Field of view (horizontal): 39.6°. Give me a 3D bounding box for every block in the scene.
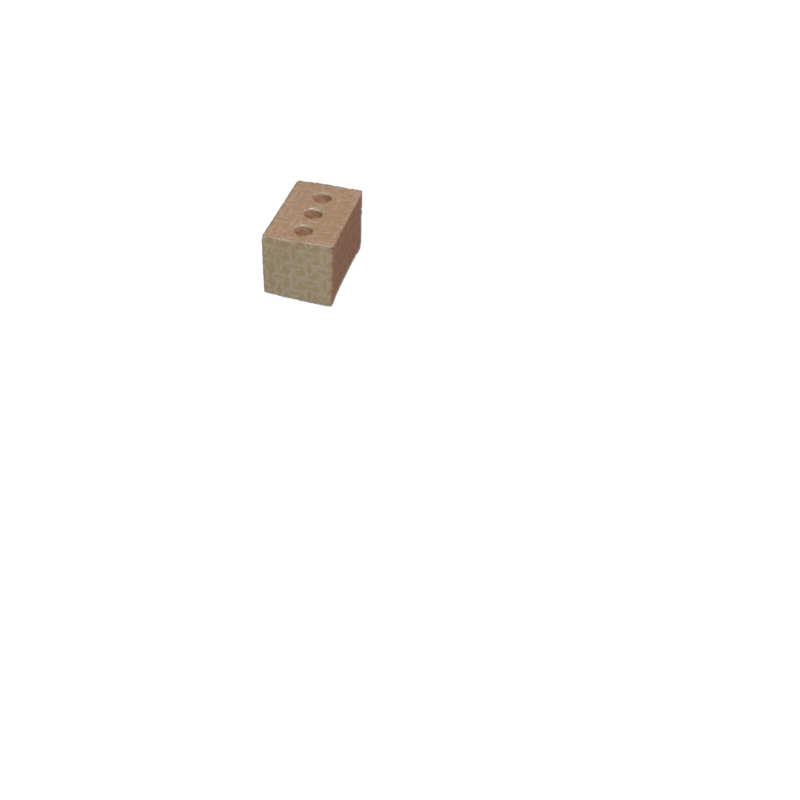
[{"bbox_3d":[-0.062,-0.114,0.797,0.054,0.048,0.082,10,41,10],"label":"block"}]
